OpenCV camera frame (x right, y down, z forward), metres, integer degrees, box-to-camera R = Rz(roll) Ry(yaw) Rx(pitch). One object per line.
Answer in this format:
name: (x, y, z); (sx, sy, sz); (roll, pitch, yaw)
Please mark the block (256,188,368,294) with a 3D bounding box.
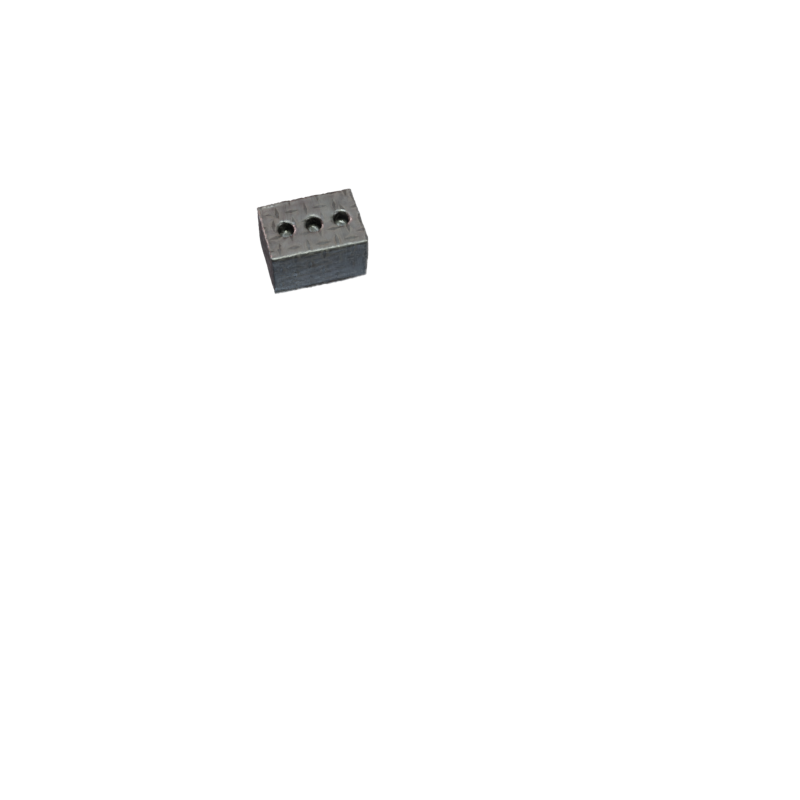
block: (-0.068, -0.124, 0.866); (0.077, 0.056, 0.048); (-13, -29, -9)
